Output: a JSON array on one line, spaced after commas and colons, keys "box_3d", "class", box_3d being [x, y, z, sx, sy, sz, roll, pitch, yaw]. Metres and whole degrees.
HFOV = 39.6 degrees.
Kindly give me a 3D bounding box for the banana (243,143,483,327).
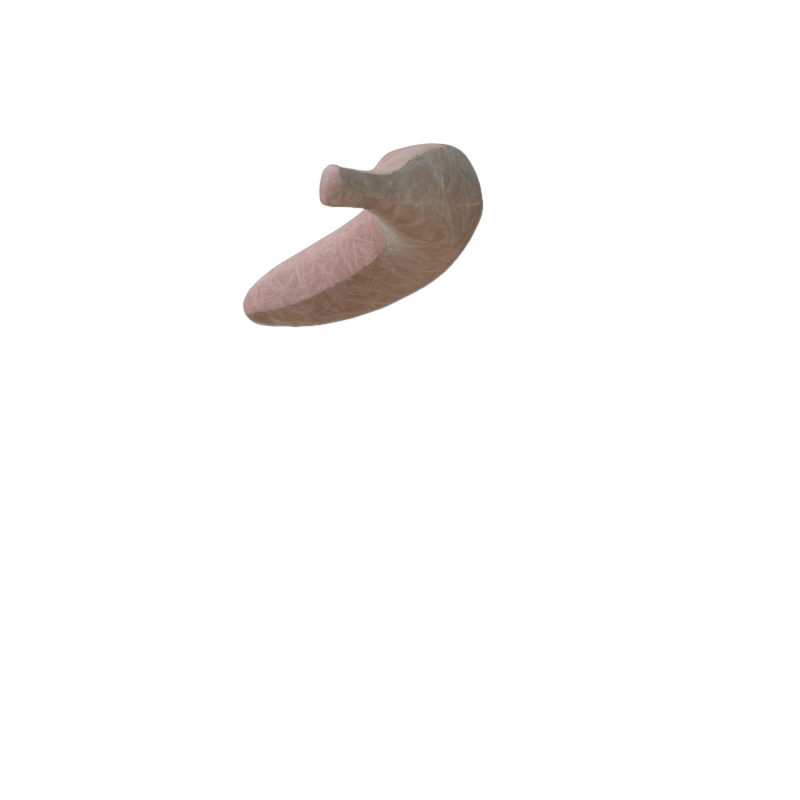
[{"box_3d": [-0.014, -0.060, 0.416, 0.068, 0.038, 0.195, 2, -9, -14], "class": "banana"}]
